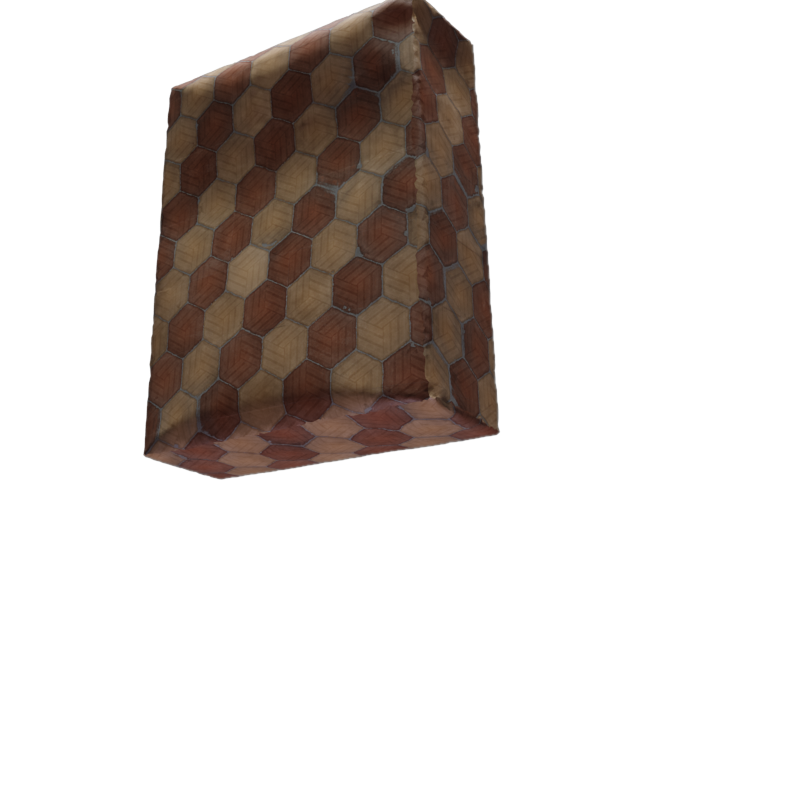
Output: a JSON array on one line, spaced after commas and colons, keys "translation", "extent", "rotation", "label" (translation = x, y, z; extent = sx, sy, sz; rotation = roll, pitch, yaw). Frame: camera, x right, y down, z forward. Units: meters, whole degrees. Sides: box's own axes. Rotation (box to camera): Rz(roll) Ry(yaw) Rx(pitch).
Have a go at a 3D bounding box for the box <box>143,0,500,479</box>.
[{"translation": [-0.044, -0.080, 0.560], "extent": [0.167, 0.225, 0.067], "rotation": [-14, -25, 29], "label": "box"}]
